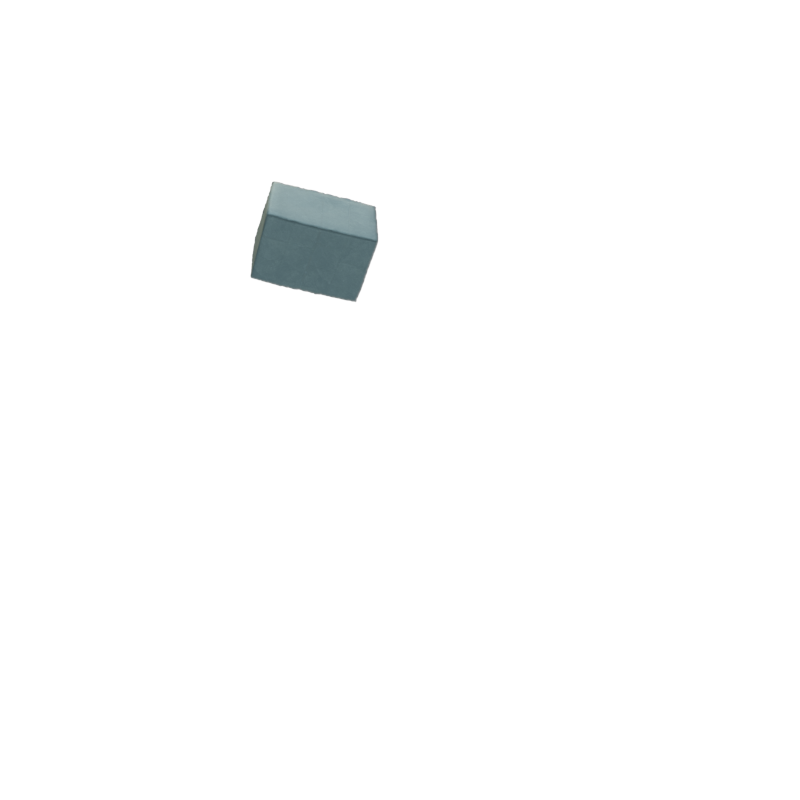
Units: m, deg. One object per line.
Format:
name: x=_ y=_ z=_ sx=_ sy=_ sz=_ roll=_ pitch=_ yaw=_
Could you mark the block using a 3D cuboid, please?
block: x=-0.060 y=-0.109 z=0.762 sx=0.077 sy=0.050 sz=0.055 roll=13 pitch=33 yaw=-10
